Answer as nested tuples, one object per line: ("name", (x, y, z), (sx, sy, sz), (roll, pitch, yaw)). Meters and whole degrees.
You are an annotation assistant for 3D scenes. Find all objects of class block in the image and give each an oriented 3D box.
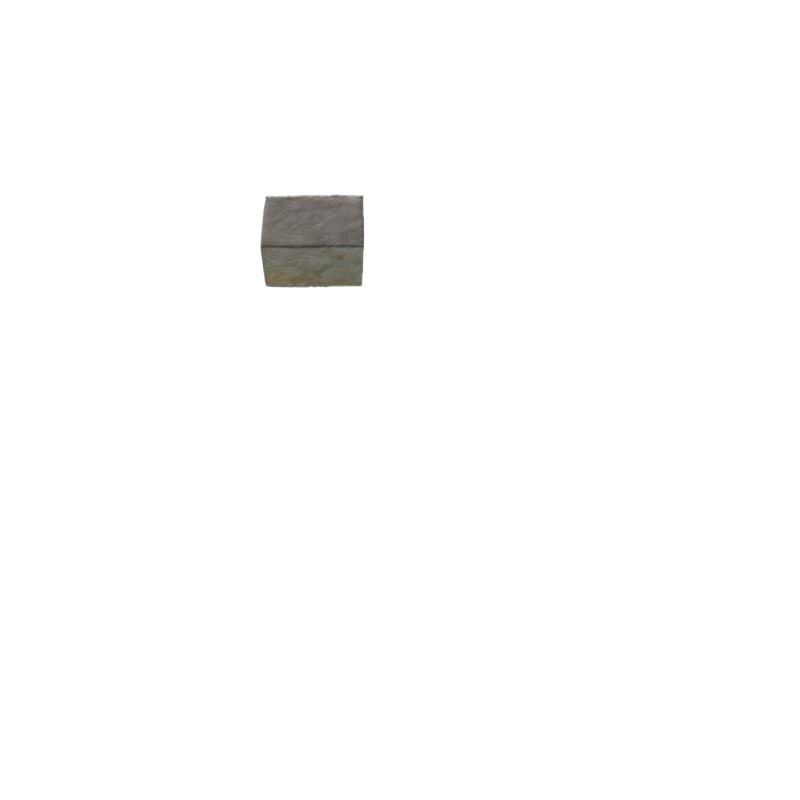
("block", (-0.067, -0.122, 0.852), (0.078, 0.055, 0.049), (0, -33, -1))
